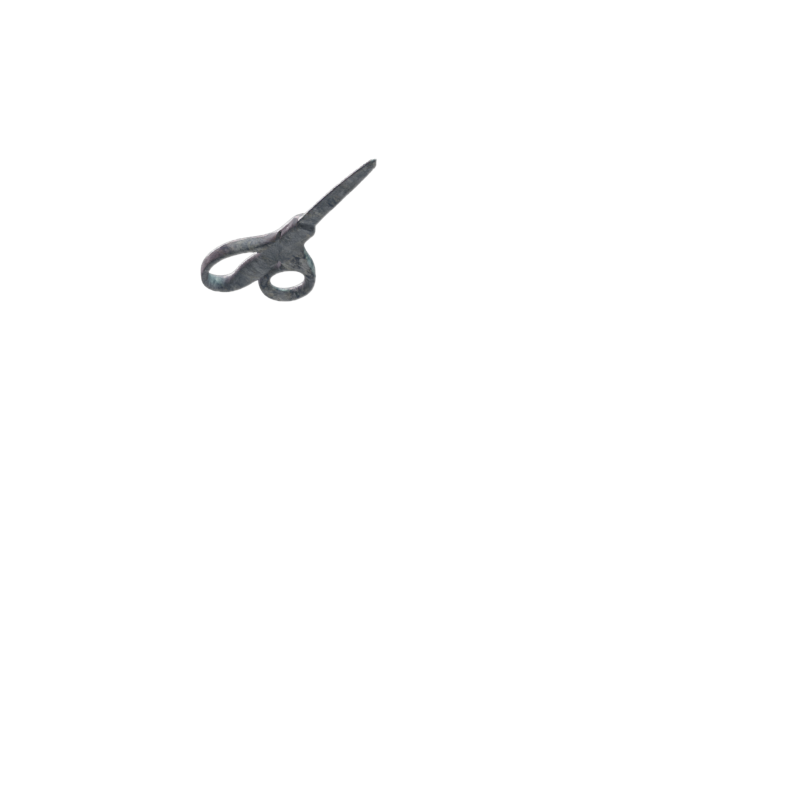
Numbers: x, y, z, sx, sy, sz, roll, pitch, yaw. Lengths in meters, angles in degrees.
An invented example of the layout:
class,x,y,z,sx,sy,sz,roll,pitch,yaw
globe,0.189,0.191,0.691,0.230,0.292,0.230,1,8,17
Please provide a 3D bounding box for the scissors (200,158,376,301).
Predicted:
class,x,y,z,sx,sy,sz,roll,pitch,yaw
scissors,-0.063,-0.116,0.810,0.203,0.017,0.090,-20,-31,37
